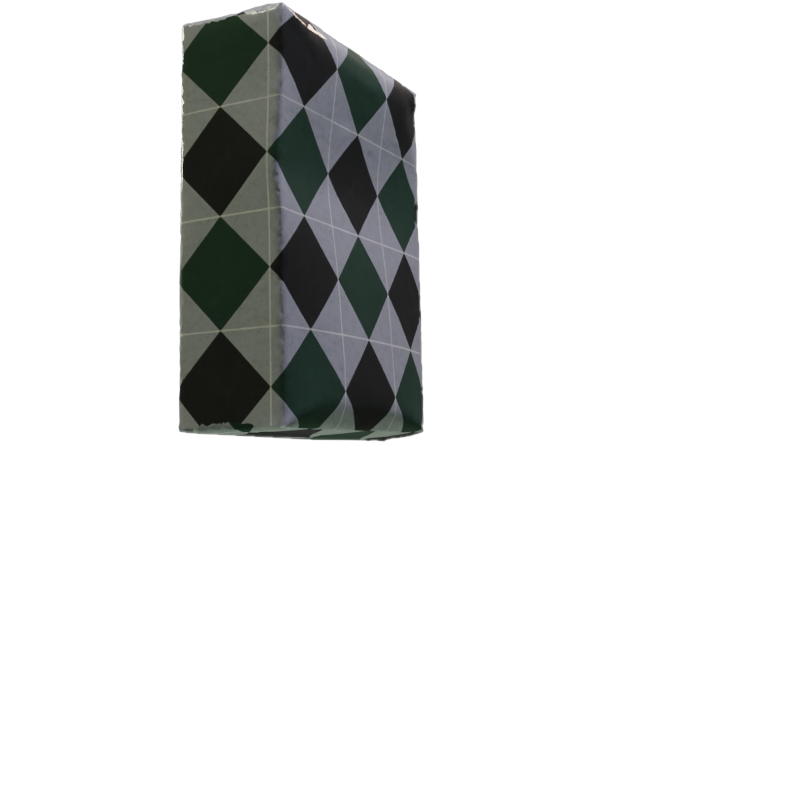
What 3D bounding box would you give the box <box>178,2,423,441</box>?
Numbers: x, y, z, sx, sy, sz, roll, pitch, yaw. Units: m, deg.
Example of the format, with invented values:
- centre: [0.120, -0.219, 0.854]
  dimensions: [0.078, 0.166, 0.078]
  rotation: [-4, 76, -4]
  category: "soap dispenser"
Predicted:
- centre: [-0.048, -0.087, 0.611]
  dimensions: [0.074, 0.220, 0.156]
  rotation: [-6, -10, 26]
  category: "box"
